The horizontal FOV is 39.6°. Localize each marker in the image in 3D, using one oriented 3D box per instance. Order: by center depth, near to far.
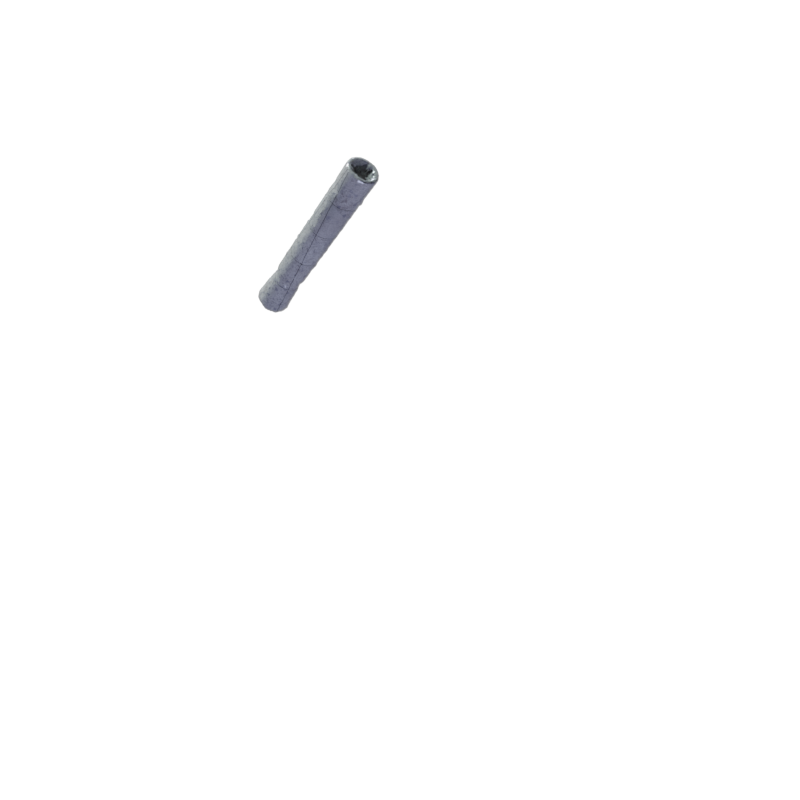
[{"bbox_3d":[-0.048,-0.087,0.607,0.019,0.021,0.117,-1,-31,-36],"label":"marker"}]
